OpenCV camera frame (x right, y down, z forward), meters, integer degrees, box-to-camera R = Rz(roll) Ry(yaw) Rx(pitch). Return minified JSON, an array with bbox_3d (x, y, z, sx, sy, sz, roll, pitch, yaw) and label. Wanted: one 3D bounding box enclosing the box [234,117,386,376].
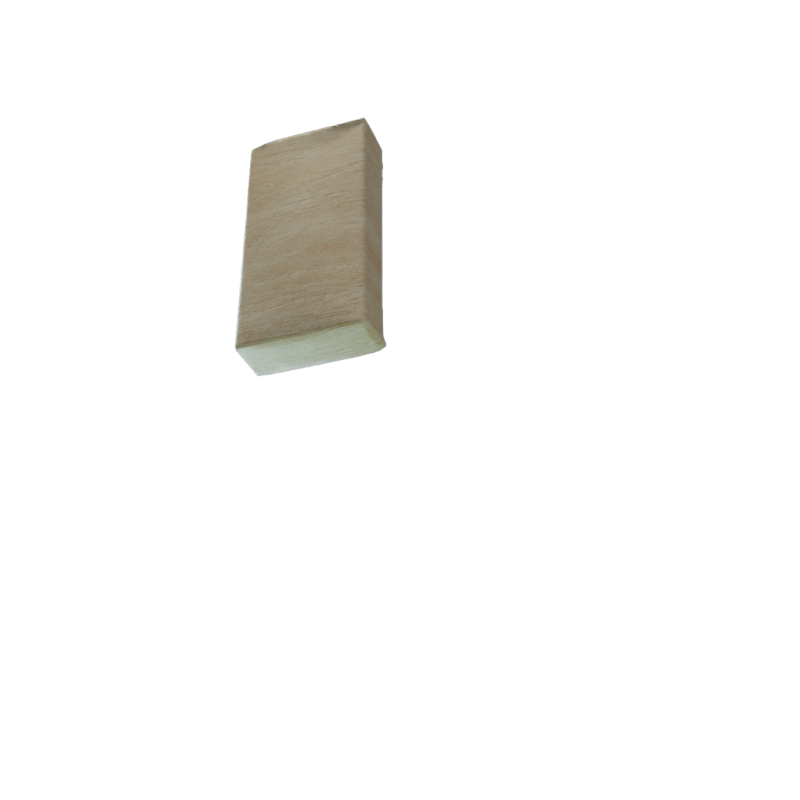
[{"bbox_3d":[-0.060,-0.109,0.762,0.094,0.188,0.044,-13,-34,16],"label":"box"}]
